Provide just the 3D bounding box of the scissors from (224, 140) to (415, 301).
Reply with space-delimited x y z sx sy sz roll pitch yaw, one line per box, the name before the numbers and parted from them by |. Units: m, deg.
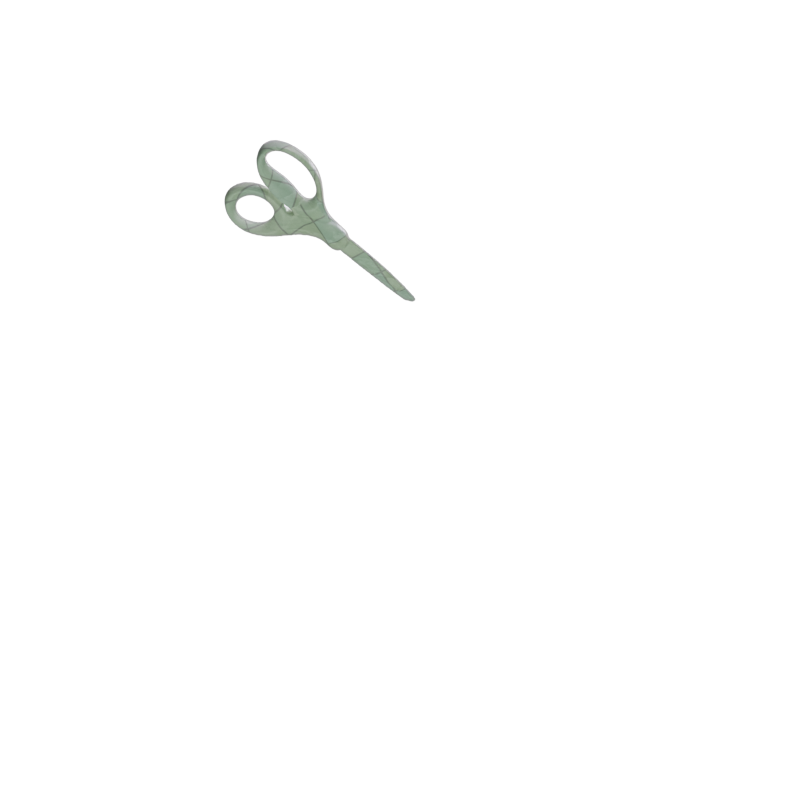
scissors | -0.076 -0.139 0.972 0.096 0.189 0.017 -26 29 16
